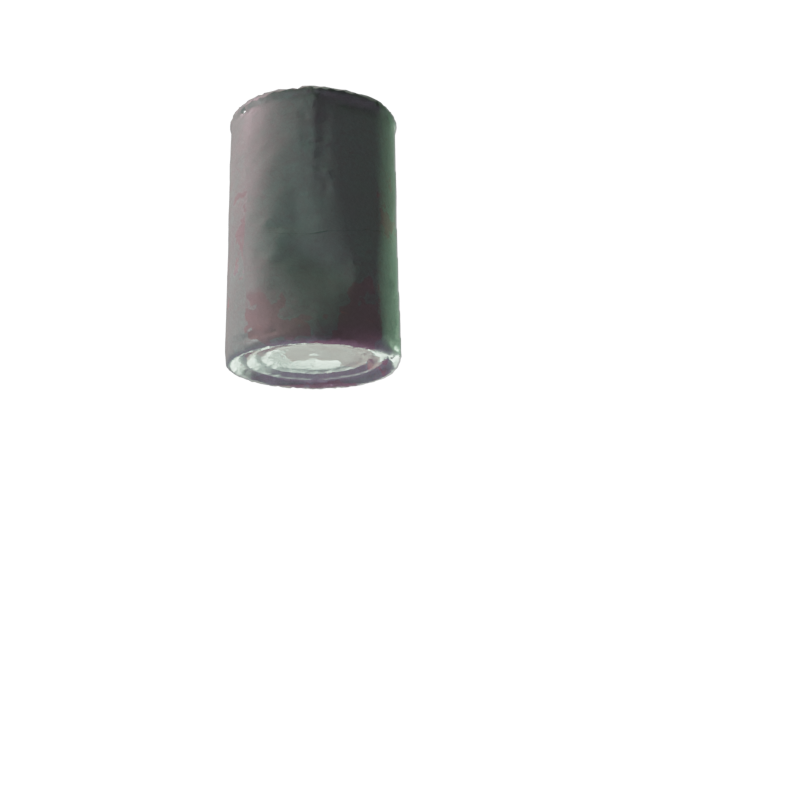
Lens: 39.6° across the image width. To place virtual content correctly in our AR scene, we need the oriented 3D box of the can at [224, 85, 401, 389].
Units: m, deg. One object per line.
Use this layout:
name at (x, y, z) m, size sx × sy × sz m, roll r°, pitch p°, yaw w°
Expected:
can at (-0.034, -0.062, 0.434) m, size 0.068 × 0.107 × 0.065 m, roll 0°, pitch -19°, yaw -2°
